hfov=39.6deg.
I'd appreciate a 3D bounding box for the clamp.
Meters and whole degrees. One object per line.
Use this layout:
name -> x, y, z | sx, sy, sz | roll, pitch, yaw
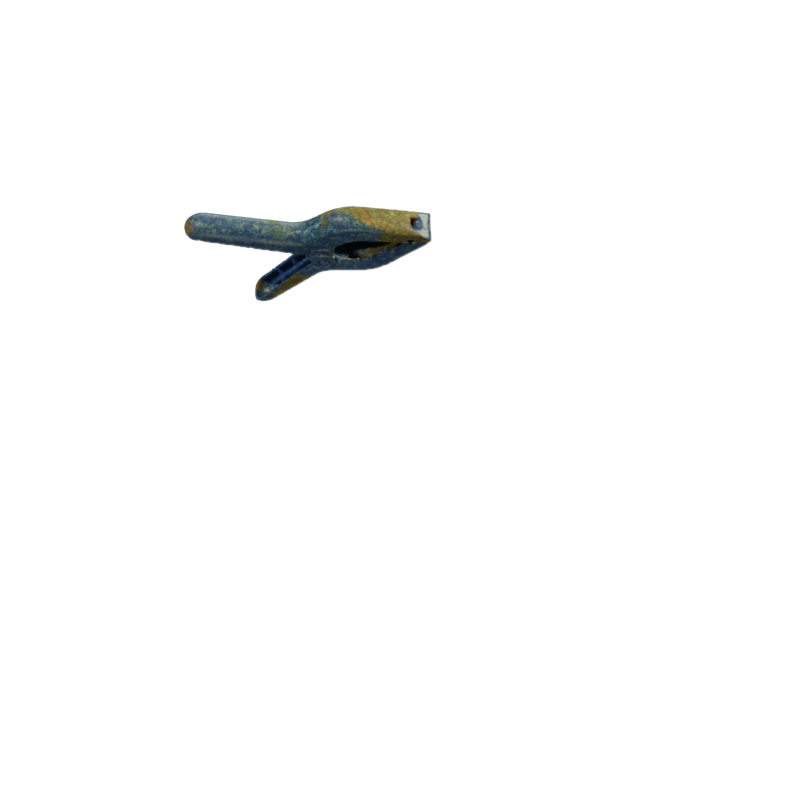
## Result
clamp -> -0.078, -0.142, 0.996 | 0.214, 0.038, 0.154 | -9, -20, 25
